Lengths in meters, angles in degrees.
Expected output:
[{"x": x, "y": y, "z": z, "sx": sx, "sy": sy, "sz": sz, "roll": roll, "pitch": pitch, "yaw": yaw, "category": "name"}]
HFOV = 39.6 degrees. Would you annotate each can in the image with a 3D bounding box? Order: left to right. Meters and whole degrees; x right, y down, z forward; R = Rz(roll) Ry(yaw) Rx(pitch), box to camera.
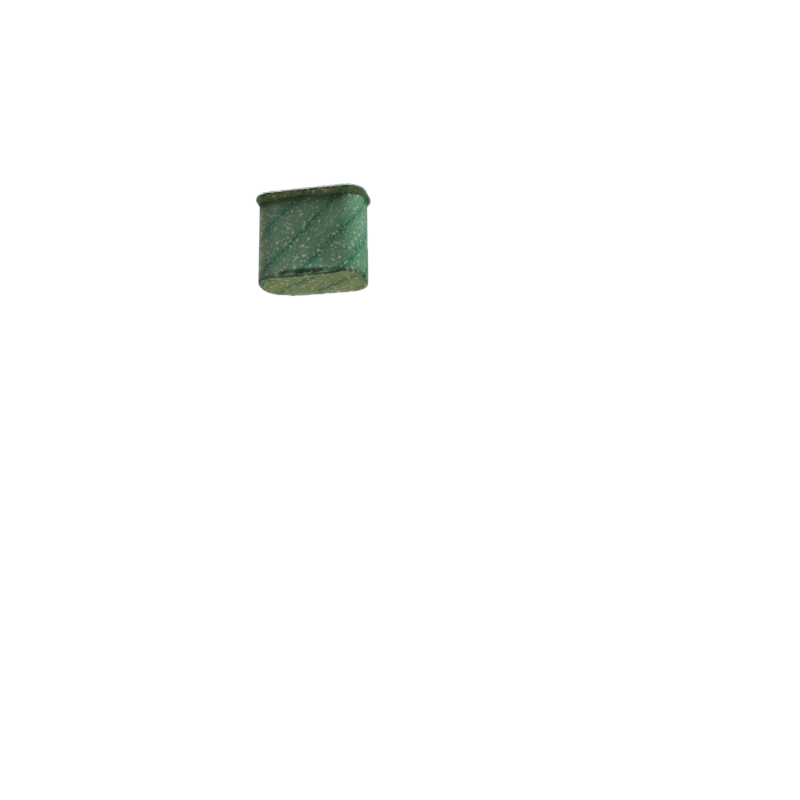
[{"x": -0.078, "y": -0.142, "z": 0.995, "sx": 0.103, "sy": 0.088, "sz": 0.054, "roll": -4, "pitch": -19, "yaw": 12, "category": "can"}]
